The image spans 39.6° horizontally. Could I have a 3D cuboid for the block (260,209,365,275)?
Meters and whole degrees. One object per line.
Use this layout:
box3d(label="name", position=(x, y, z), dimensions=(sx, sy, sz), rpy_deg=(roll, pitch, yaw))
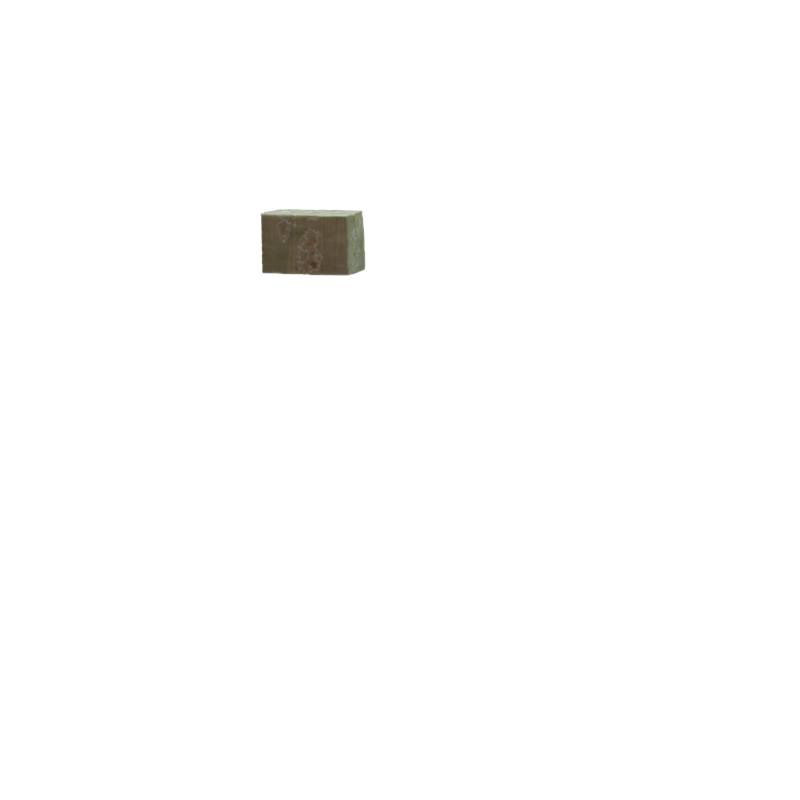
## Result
box3d(label="block", position=(-0.073, -0.133, 0.932), dimensions=(0.080, 0.050, 0.053), rpy_deg=(3, 9, 15))
